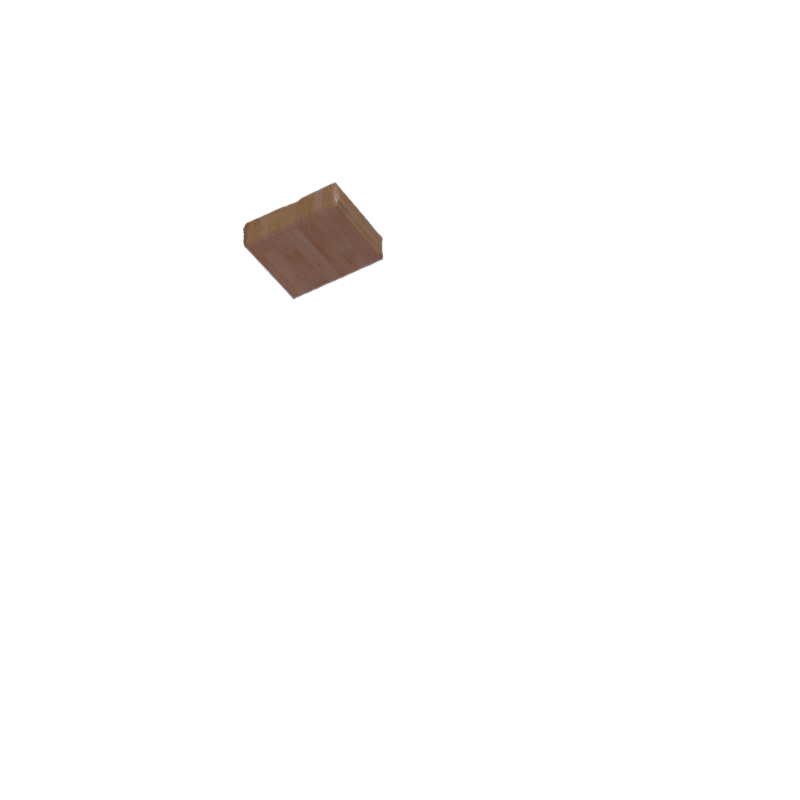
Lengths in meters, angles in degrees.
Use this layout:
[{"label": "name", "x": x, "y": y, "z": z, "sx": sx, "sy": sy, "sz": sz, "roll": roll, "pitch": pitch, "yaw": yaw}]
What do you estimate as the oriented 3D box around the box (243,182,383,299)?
[{"label": "box", "x": -0.069, "y": -0.126, "z": 0.885, "sx": 0.090, "sy": 0.032, "sz": 0.068, "roll": -21, "pitch": -45, "yaw": 23}]
